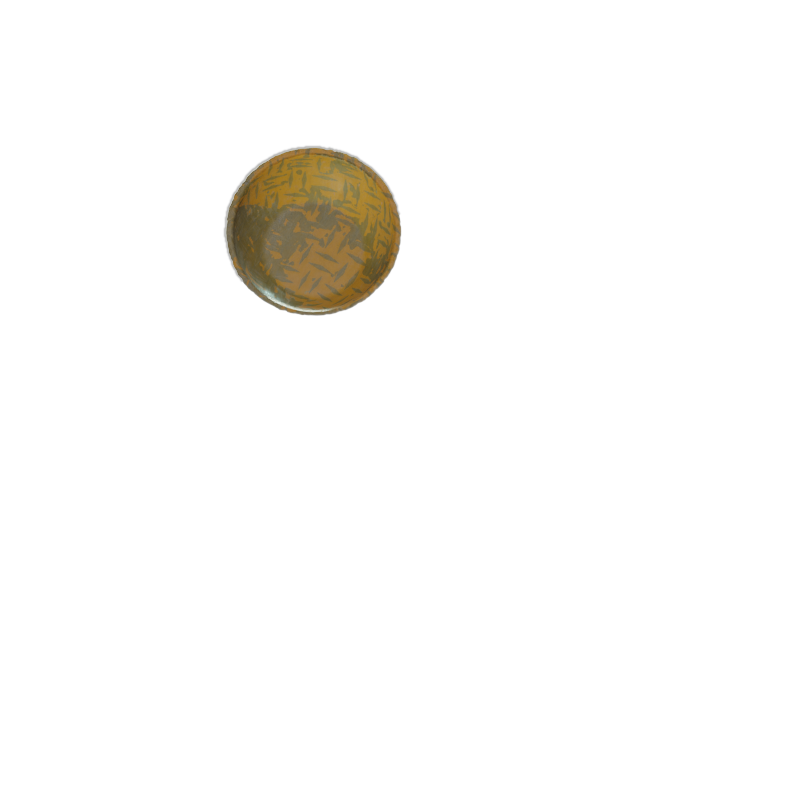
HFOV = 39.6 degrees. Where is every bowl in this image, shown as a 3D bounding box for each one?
[{"bbox_3d":[-0.078,-0.142,0.993,0.162,0.155,0.057,0,19,-1],"label":"bowl"}]
